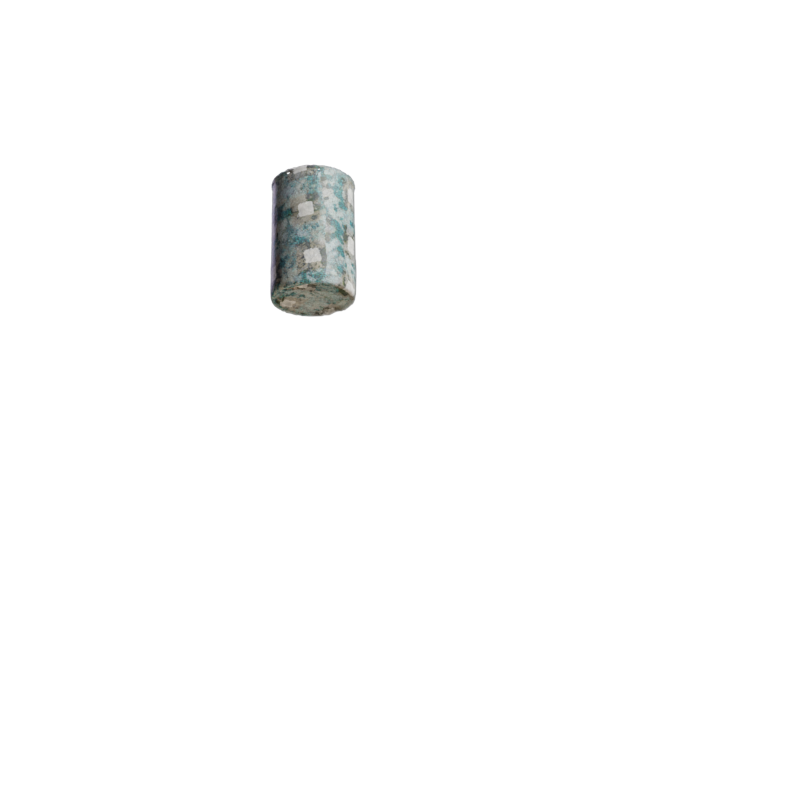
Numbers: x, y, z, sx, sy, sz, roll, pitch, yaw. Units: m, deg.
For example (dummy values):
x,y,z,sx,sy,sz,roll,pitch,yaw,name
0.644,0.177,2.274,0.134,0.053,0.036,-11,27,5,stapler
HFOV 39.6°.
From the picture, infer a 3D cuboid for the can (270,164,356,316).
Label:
x,y,z,sx,sy,sz,roll,pitch,yaw,name
-0.069,-0.125,0.877,0.068,0.108,0.065,0,-24,-2,can
